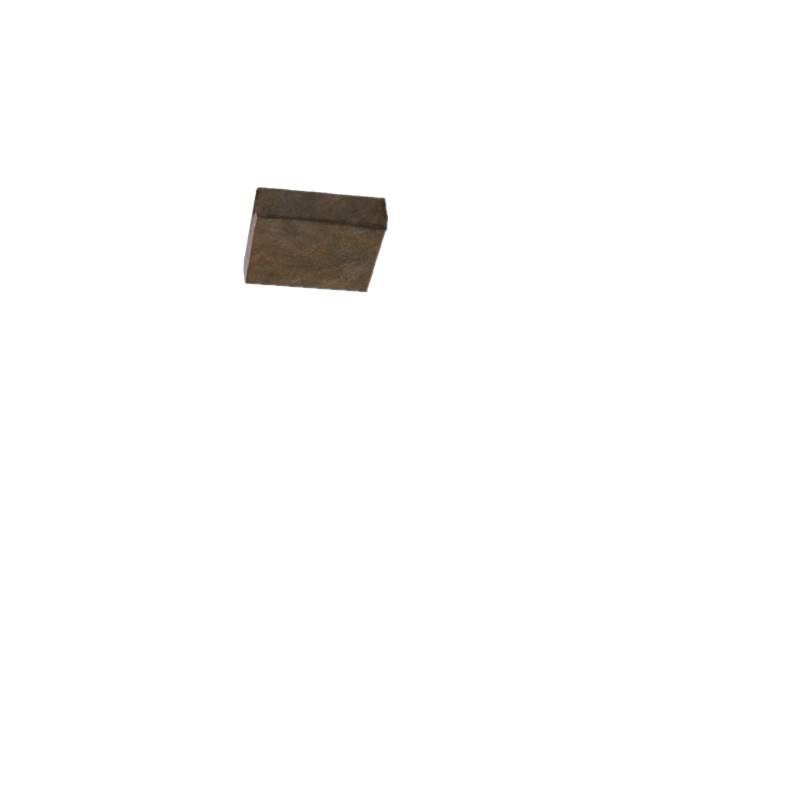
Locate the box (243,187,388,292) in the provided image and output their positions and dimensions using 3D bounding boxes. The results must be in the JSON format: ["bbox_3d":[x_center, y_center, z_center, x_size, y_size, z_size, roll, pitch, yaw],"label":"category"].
[{"bbox_3d":[-0.074,-0.136,0.948,0.112,0.042,0.085,6,-36,-9],"label":"box"}]
